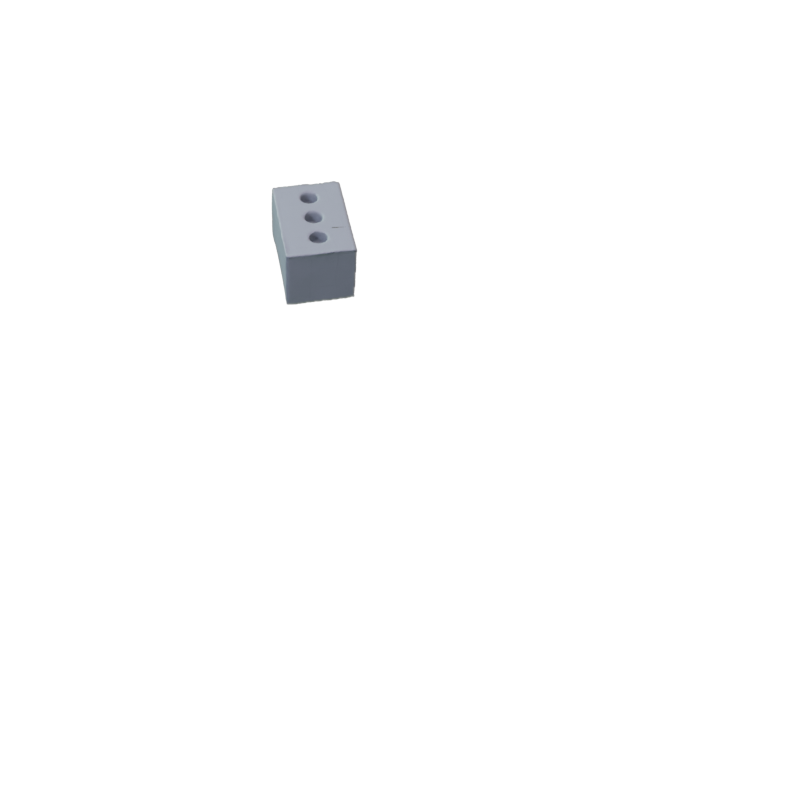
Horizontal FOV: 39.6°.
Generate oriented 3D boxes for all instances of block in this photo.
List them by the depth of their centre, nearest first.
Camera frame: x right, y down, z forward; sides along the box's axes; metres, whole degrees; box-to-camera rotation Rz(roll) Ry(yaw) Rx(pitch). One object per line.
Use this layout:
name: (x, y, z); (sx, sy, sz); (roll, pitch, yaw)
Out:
block: (-0.064, -0.117, 0.819); (0.052, 0.084, 0.048); (-8, -42, -9)
